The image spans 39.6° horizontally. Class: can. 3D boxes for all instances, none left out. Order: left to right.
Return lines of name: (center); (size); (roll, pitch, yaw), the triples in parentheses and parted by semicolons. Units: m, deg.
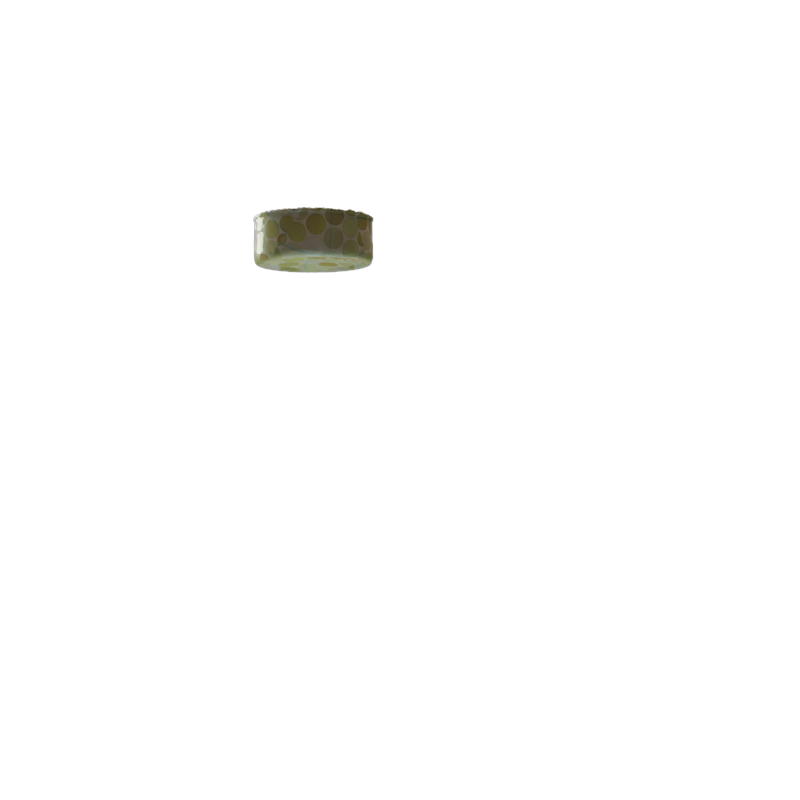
can: (-0.062, -0.112, 0.787); (0.086, 0.034, 0.085); (0, -3, -2)
